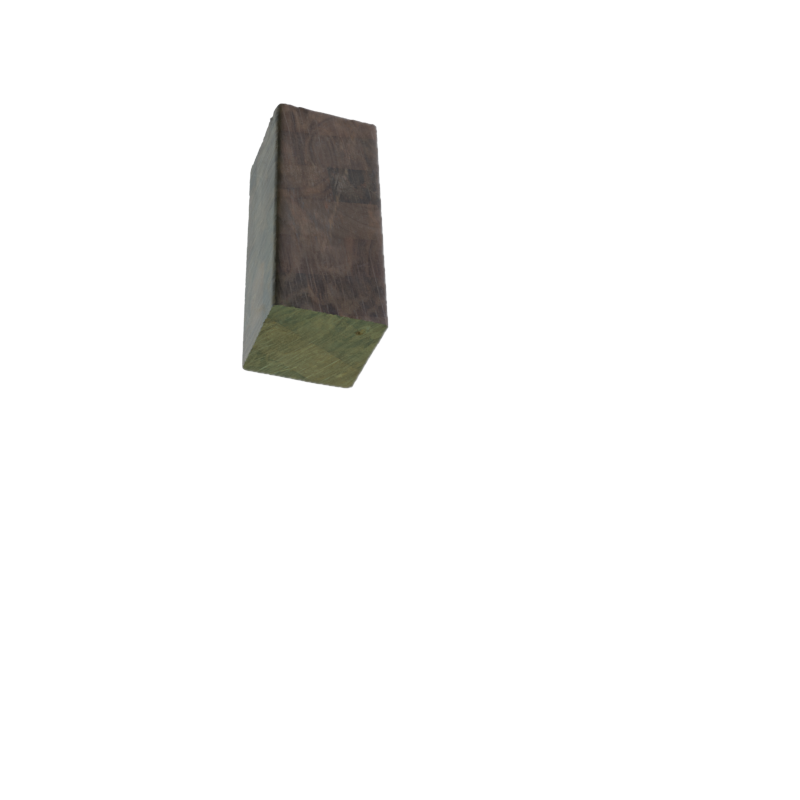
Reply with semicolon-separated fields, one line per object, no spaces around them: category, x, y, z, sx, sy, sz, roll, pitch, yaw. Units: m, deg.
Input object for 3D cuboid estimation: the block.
block;-0.070;-0.126;0.881;0.088;0.221;0.087;10;-38;-17
